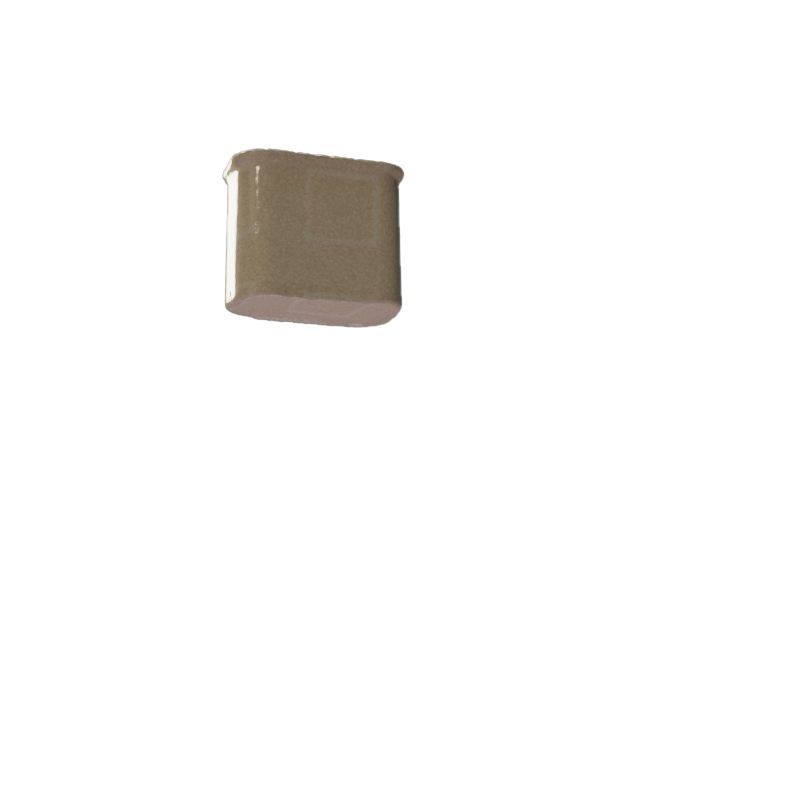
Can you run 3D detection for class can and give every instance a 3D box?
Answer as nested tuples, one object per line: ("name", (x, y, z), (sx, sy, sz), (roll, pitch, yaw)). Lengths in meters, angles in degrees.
("can", (-0.049, -0.089, 0.625), (0.099, 0.087, 0.057), (4, -17, -18))
